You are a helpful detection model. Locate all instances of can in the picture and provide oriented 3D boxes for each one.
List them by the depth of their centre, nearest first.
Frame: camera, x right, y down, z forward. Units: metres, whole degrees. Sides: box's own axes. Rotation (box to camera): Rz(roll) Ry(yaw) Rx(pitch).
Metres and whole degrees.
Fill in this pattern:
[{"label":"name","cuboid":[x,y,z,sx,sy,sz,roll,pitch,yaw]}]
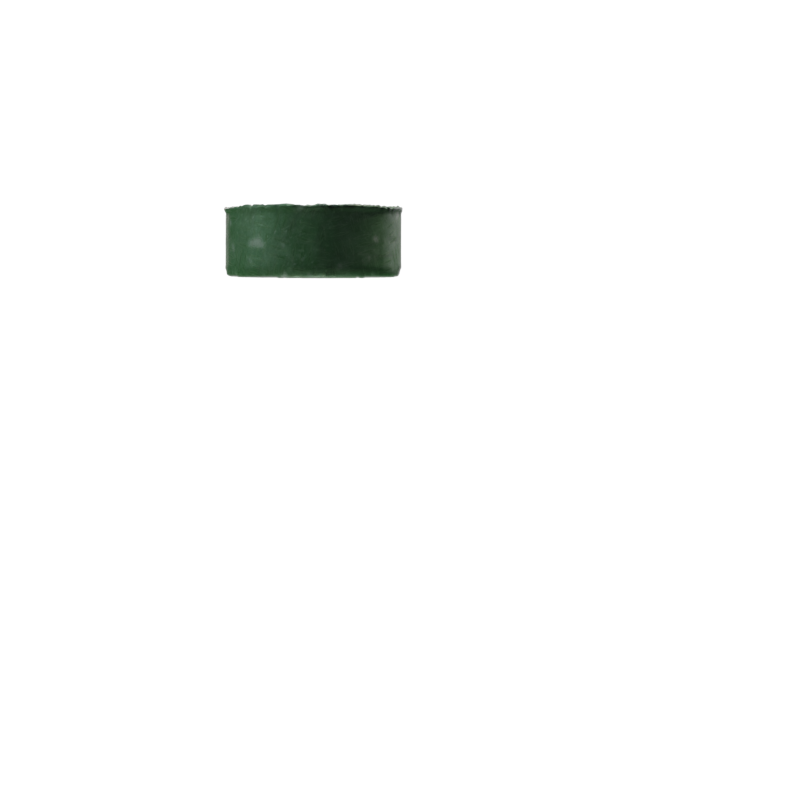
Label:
[{"label":"can","cuboid":[-0.042,-0.076,0.534,0.086,0.033,0.087,0,7,-2]}]
